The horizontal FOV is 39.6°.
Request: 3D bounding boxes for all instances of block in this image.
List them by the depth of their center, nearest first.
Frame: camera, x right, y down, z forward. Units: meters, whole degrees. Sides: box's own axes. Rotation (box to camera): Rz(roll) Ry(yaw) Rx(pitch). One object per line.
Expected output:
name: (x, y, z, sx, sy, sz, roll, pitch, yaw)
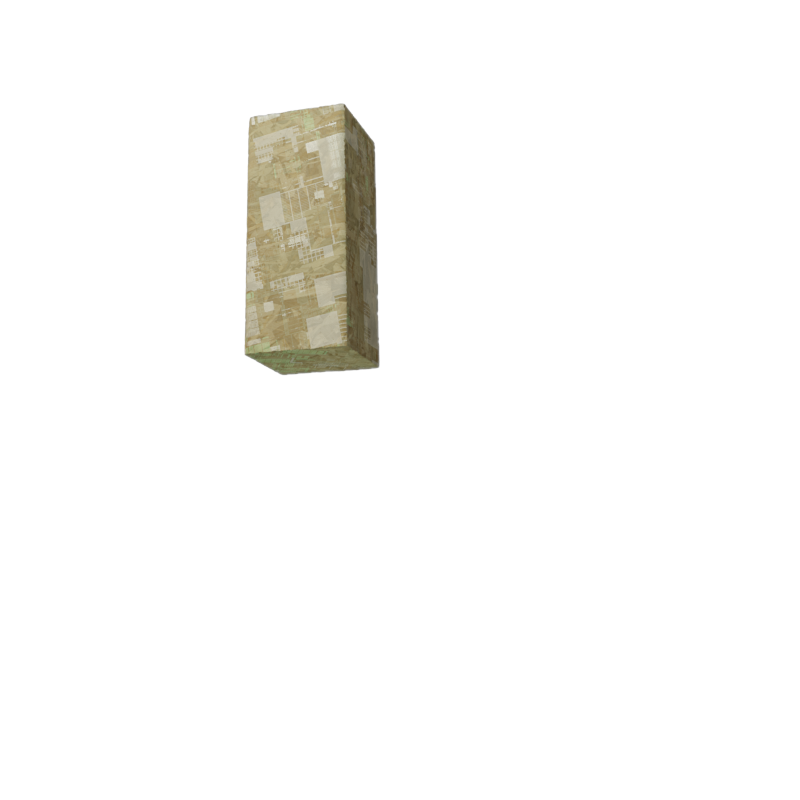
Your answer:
block: (-0.074, -0.134, 0.936, 0.092, 0.215, 0.085, -6, -18, 16)
